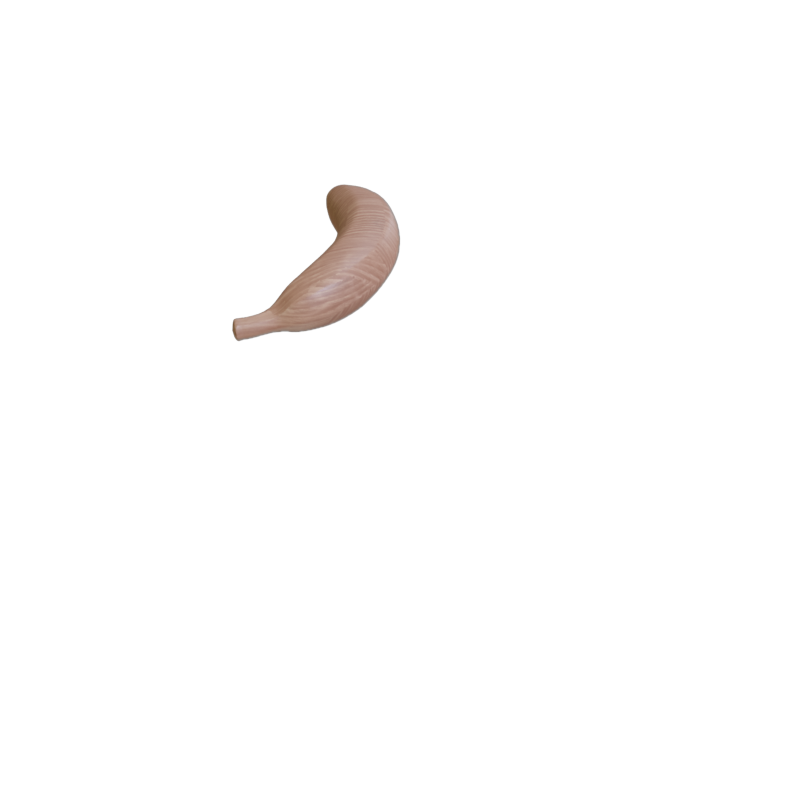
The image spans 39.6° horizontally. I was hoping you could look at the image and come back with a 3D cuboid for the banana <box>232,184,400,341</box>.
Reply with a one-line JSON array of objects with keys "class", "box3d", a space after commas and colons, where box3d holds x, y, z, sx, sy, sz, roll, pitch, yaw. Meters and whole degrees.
[{"class": "banana", "box3d": [-0.034, -0.089, 0.646, 0.071, 0.035, 0.205, 6, 30, 11]}]
